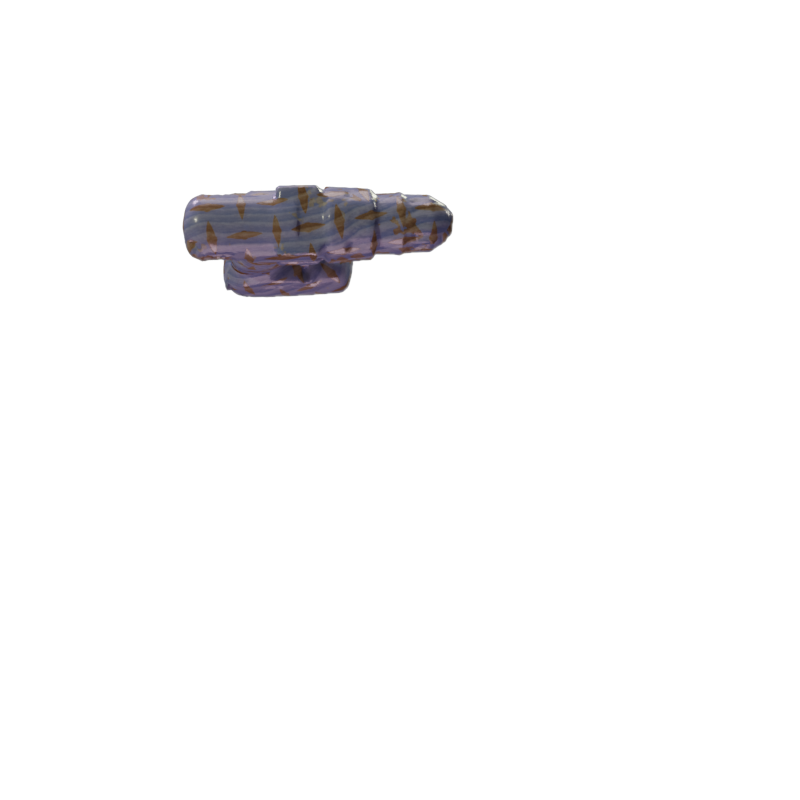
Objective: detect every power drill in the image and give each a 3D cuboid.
[{"bbox_3d":[-0.065,-0.118,0.825,0.183,0.059,0.185,0,-5,-5],"label":"power drill"}]
